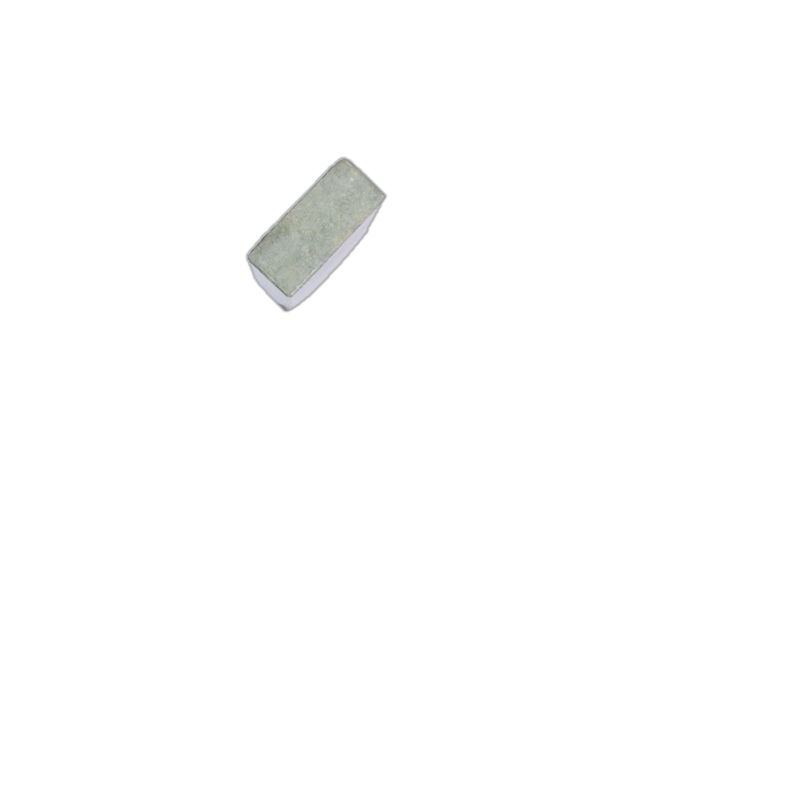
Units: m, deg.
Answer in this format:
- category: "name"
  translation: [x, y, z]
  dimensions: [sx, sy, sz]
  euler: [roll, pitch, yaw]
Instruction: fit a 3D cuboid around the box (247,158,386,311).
- category: "box"
  translation: [-0.062, -0.112, 0.785]
  dimensions: [0.048, 0.094, 0.175]
  euler: [43, -4, -2]
